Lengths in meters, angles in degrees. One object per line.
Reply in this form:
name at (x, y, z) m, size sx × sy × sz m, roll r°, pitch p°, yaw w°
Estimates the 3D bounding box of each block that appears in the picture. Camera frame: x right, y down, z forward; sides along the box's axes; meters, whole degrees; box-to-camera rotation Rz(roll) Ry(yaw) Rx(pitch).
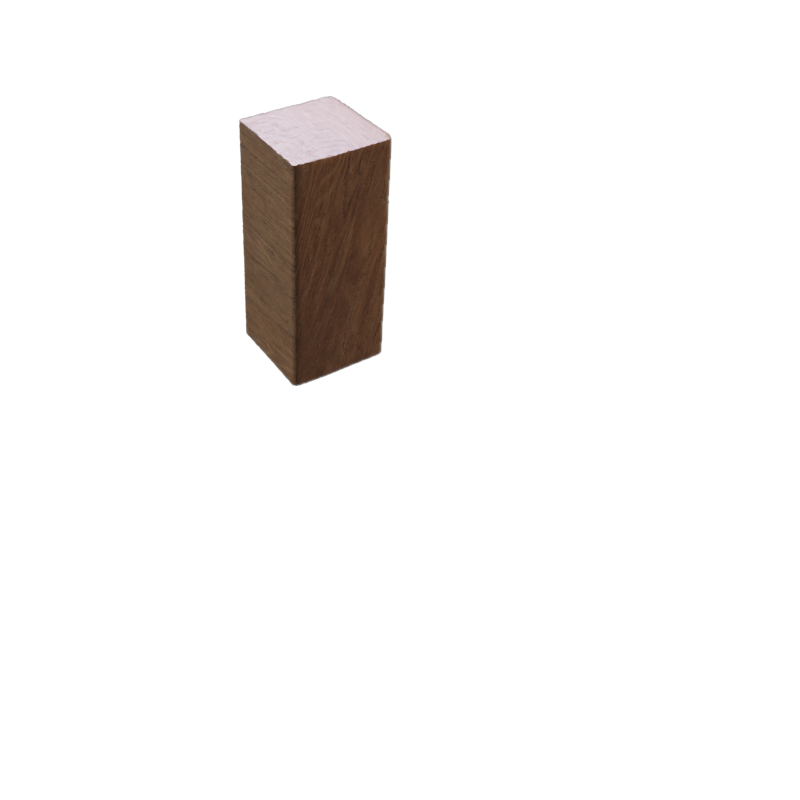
block at (-0.070, -0.129, 0.903) m, size 0.089 × 0.193 × 0.098 m, roll -19°, pitch 40°, yaw -28°
